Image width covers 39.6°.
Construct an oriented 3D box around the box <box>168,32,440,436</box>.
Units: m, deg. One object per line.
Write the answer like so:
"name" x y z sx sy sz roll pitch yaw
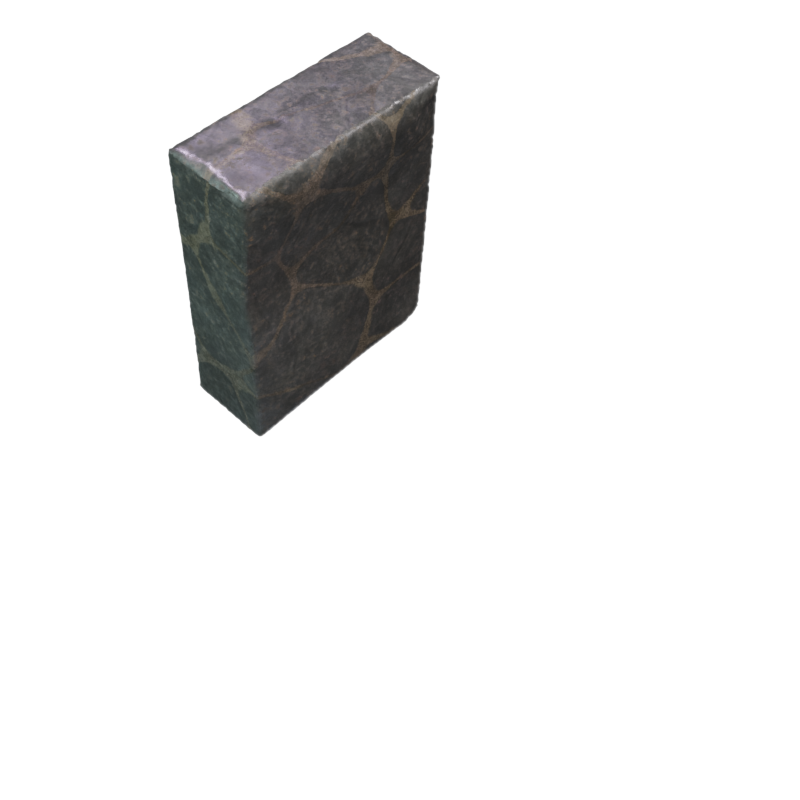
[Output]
"box" -0.055 -0.101 0.709 0.076 0.199 0.166 36 57 24
